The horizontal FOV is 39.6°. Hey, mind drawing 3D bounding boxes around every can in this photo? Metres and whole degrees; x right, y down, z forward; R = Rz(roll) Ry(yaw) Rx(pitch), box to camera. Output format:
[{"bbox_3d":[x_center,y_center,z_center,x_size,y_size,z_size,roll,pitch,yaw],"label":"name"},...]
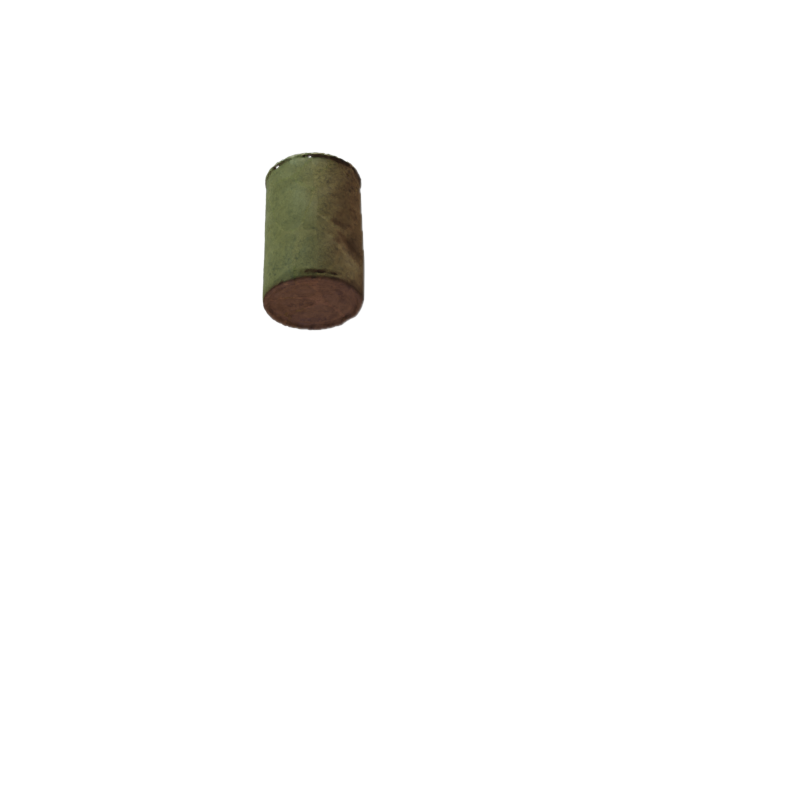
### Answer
[{"bbox_3d":[-0.059,-0.107,0.752,0.068,0.109,0.064,-1,-31,-2],"label":"can"}]
